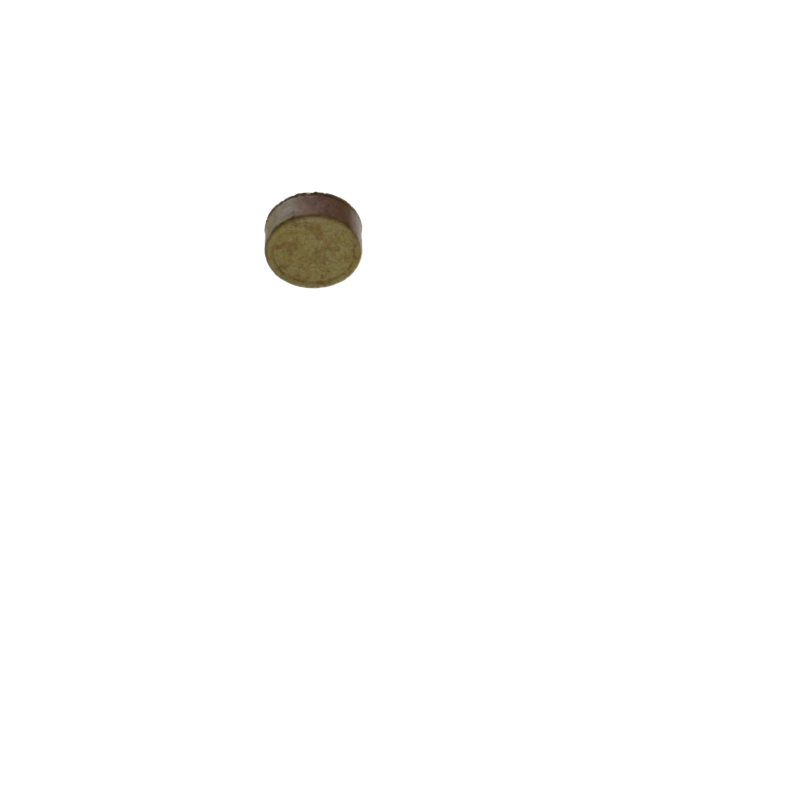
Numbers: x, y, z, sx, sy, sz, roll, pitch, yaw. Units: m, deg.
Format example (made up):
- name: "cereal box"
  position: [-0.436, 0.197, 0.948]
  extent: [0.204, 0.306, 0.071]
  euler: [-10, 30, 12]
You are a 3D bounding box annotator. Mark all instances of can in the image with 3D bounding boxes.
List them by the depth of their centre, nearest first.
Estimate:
- name: "can"
  position: [-0.075, -0.137, 0.962]
  extent: [0.086, 0.036, 0.080]
  euler: [1, -44, -1]
